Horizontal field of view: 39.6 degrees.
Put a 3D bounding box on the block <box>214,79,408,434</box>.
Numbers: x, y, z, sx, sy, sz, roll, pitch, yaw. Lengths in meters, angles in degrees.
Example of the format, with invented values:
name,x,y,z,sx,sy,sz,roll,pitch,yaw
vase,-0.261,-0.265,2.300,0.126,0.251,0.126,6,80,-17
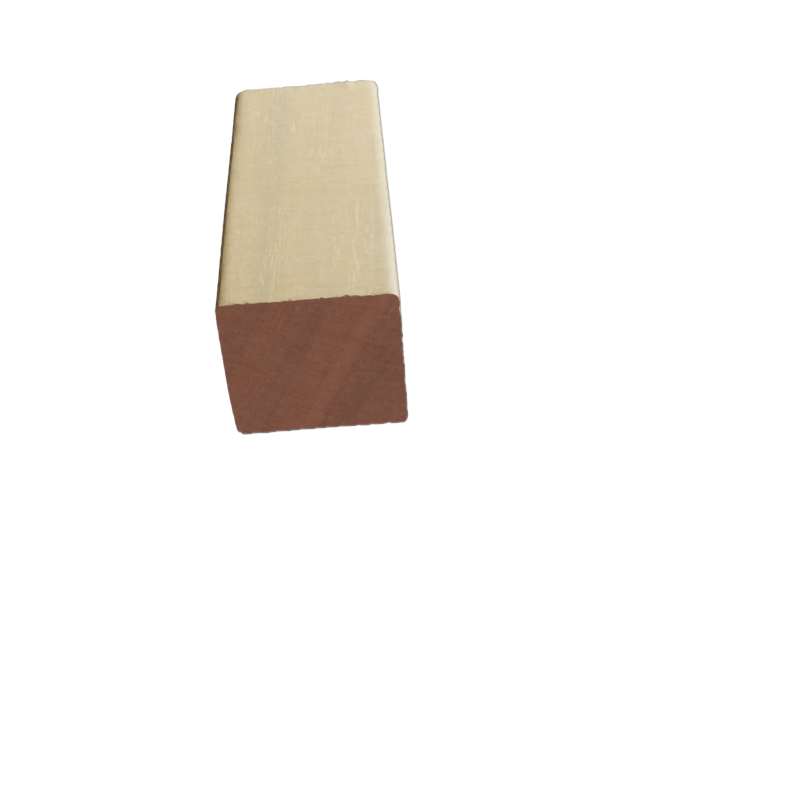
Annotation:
name,x,y,z,sx,sy,sz,roll,pitch,yaw
block,-0.049,-0.090,0.627,0.091,0.084,0.221,-5,42,1
